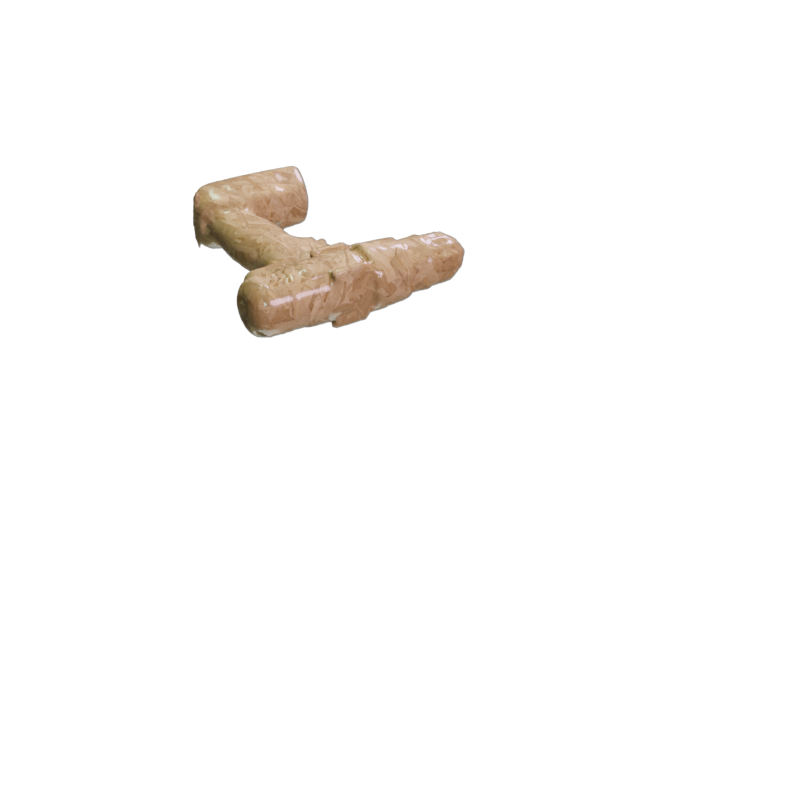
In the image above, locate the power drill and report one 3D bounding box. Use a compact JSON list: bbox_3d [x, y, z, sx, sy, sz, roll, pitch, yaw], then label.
[{"bbox_3d":[-0.068,-0.125,0.874,0.182,0.054,0.202,-17,36,-25],"label":"power drill"}]
